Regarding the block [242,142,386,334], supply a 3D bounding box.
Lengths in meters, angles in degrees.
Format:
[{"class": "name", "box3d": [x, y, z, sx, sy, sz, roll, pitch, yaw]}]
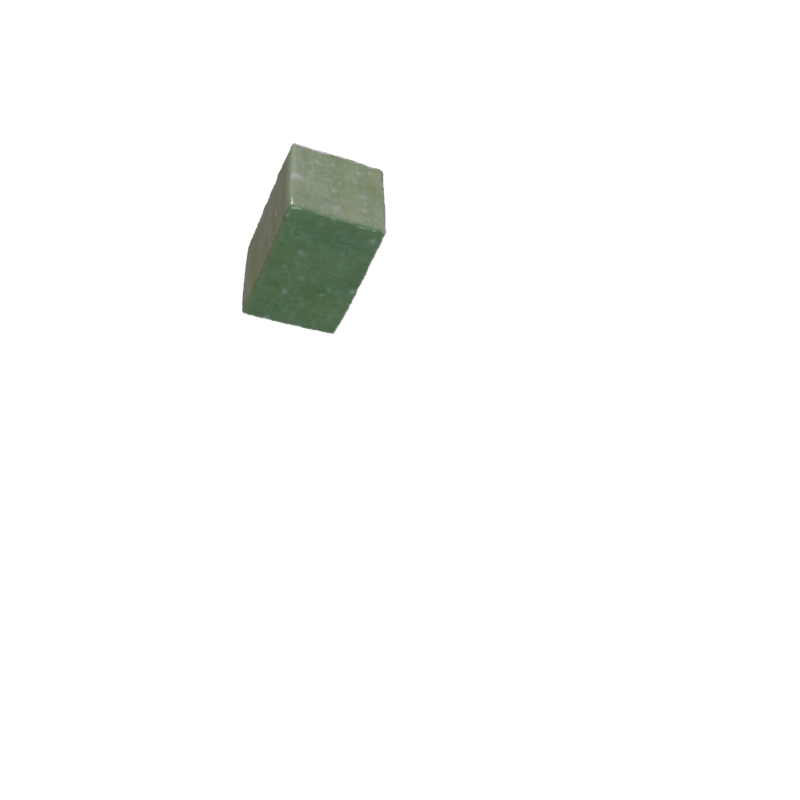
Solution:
[{"class": "block", "box3d": [-0.045, -0.082, 0.576, 0.051, 0.055, 0.075, 16, -49, -17]}]
